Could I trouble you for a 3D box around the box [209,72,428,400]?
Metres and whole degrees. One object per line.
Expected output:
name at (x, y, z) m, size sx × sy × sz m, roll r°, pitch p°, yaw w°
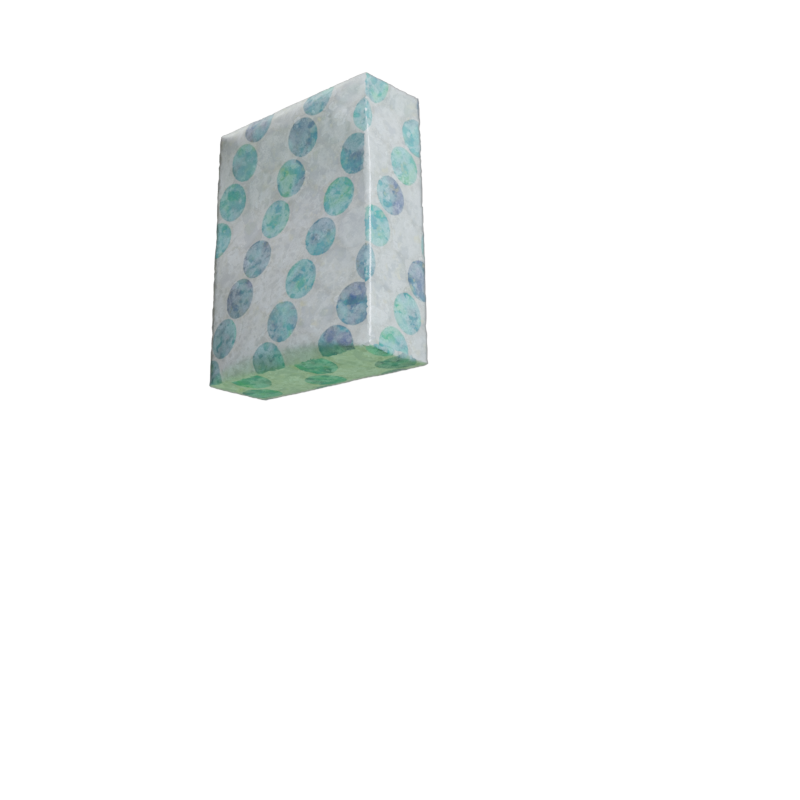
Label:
box at (-0.066, -0.120, 0.841) m, size 0.167 × 0.224 × 0.067 m, roll -15°, pitch -23°, yaw 38°
